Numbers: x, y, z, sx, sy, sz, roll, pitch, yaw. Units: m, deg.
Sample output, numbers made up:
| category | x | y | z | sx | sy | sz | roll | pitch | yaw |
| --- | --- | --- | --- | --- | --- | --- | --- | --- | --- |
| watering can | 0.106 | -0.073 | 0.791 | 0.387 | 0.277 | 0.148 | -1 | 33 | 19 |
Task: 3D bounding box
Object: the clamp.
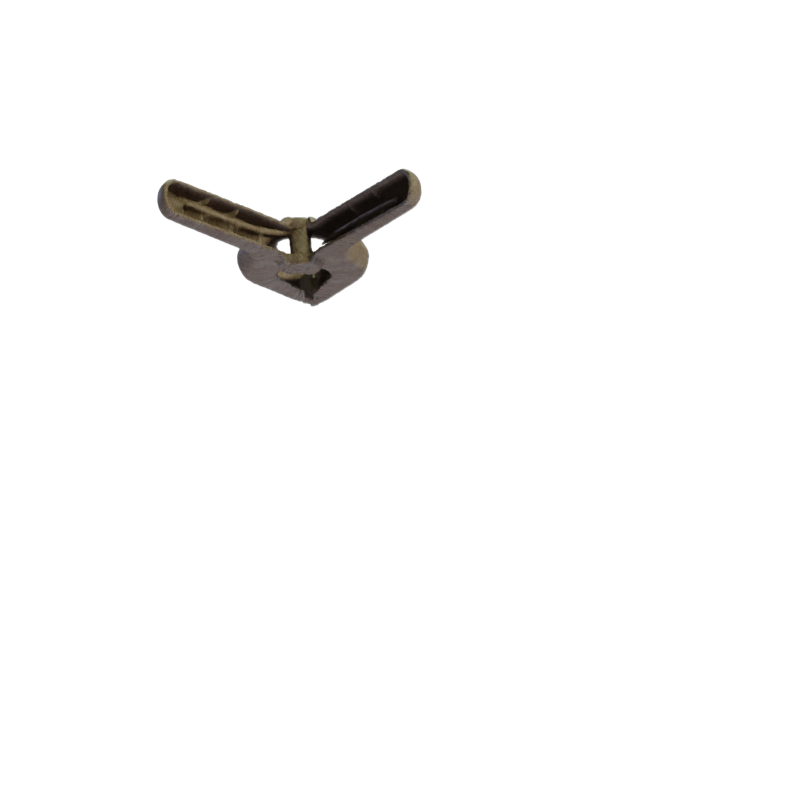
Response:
| category | x | y | z | sx | sy | sz | roll | pitch | yaw |
| --- | --- | --- | --- | --- | --- | --- | --- | --- | --- |
| clamp | -0.060 | -0.110 | 0.770 | 0.166 | 0.038 | 0.199 | -2 | -14 | 8 |
